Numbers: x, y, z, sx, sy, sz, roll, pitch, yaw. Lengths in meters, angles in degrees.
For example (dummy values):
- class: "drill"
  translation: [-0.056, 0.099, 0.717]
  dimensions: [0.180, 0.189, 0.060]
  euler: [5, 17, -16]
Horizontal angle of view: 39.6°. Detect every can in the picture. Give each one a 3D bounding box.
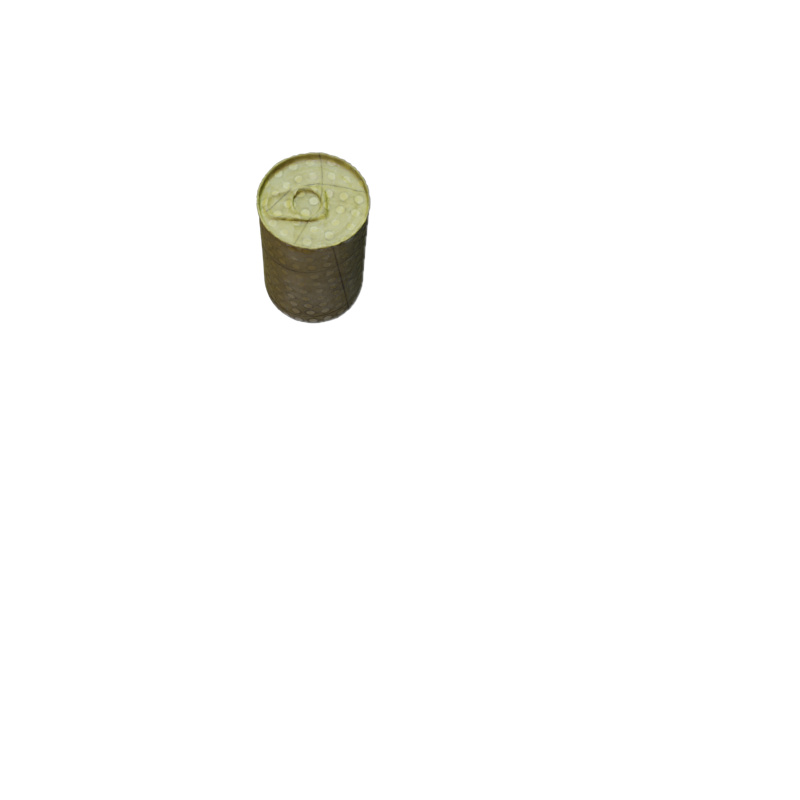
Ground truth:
- class: "can"
  translation: [-0.055, -0.100, 0.698]
  dimensions: [0.068, 0.073, 0.097]
  euler: [0, -25, -3]
